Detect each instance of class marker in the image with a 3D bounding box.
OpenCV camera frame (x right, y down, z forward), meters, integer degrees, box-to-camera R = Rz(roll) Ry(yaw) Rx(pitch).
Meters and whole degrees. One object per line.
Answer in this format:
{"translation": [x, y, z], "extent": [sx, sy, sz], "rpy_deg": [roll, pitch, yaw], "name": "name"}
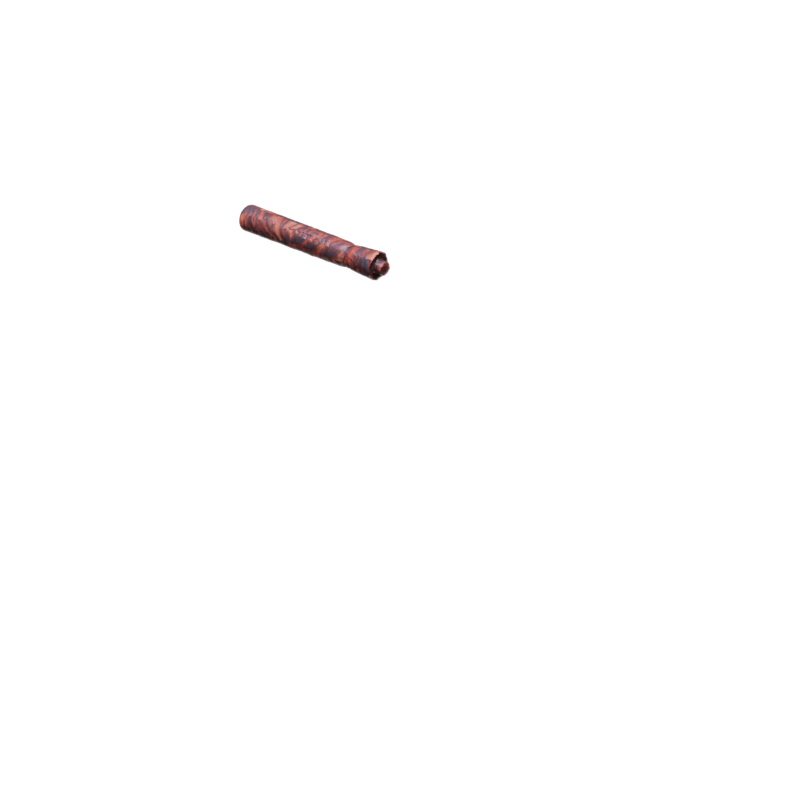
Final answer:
{"translation": [-0.057, -0.103, 0.724], "extent": [0.128, 0.019, 0.019], "rpy_deg": [25, 18, 35], "name": "marker"}
